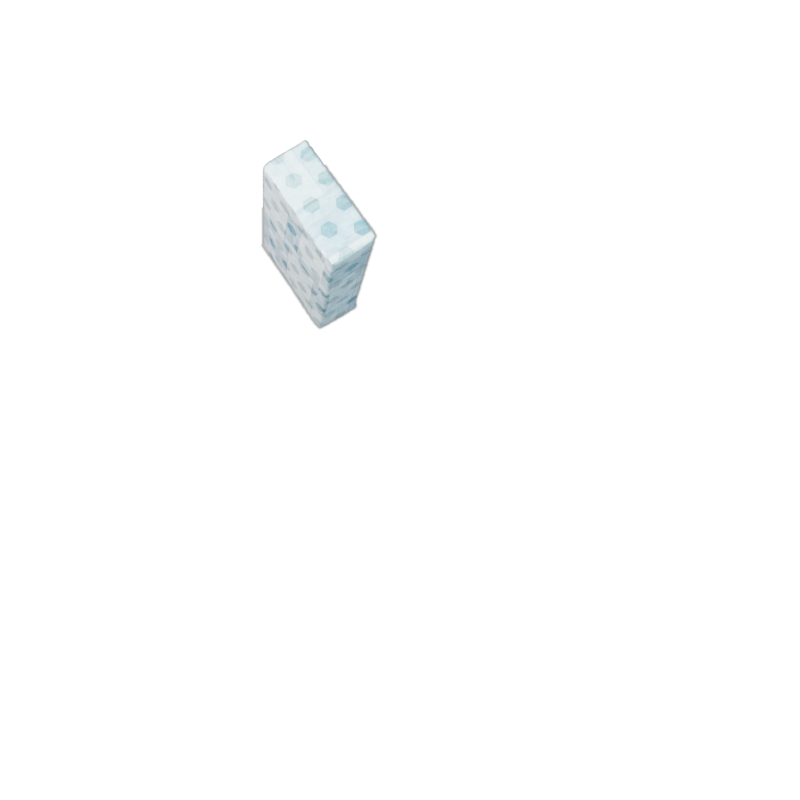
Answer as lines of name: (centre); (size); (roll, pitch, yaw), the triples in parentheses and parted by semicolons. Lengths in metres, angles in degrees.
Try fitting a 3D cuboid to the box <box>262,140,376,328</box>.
box: (-0.068, -0.124, 0.867); (0.048, 0.097, 0.170); (-33, -9, -10)
